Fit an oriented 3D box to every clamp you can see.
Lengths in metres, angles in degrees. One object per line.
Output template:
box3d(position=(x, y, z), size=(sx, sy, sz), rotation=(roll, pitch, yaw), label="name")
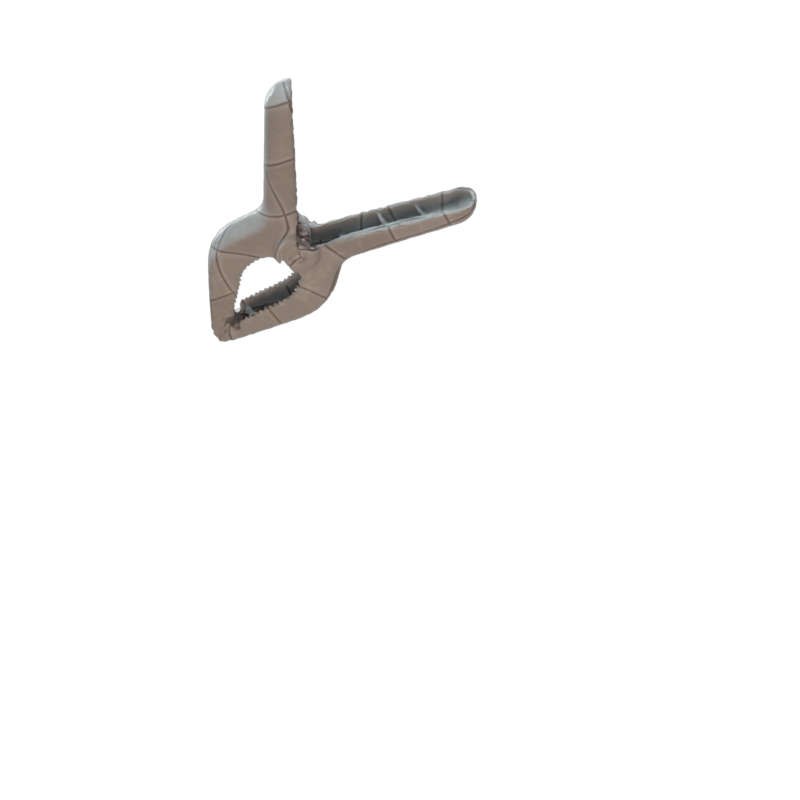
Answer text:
box3d(position=(-0.060, -0.110, 0.769), size=(0.158, 0.039, 0.204), rotation=(24, -52, -20), label="clamp")
